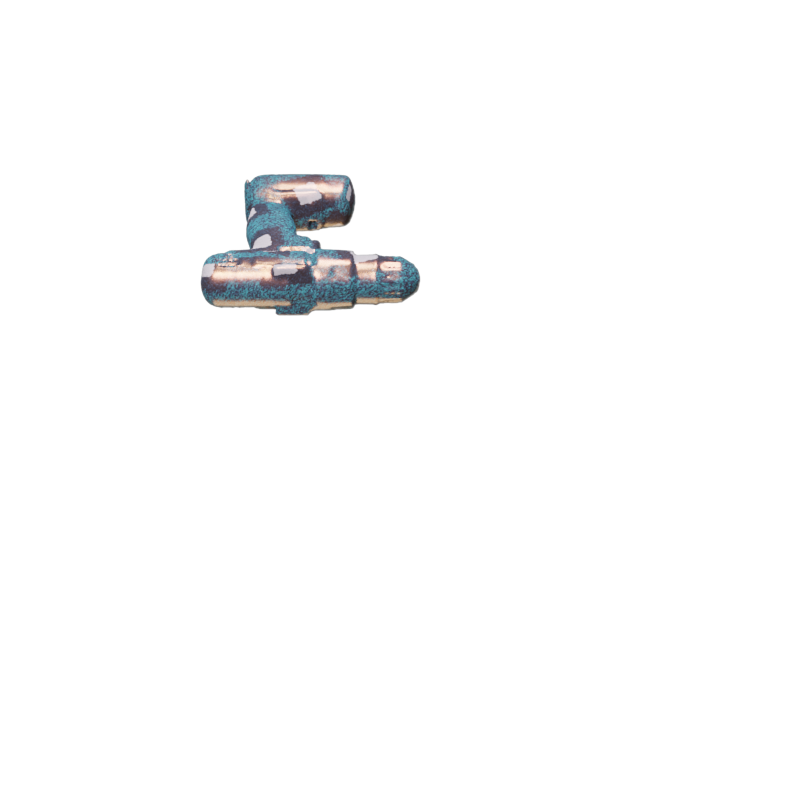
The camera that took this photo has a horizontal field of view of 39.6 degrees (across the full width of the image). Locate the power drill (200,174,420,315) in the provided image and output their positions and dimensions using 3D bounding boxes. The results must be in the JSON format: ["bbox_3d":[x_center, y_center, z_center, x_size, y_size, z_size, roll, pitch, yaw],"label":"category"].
[{"bbox_3d":[-0.078,-0.142,0.995,0.185,0.054,0.199,0,32,0],"label":"power drill"}]
